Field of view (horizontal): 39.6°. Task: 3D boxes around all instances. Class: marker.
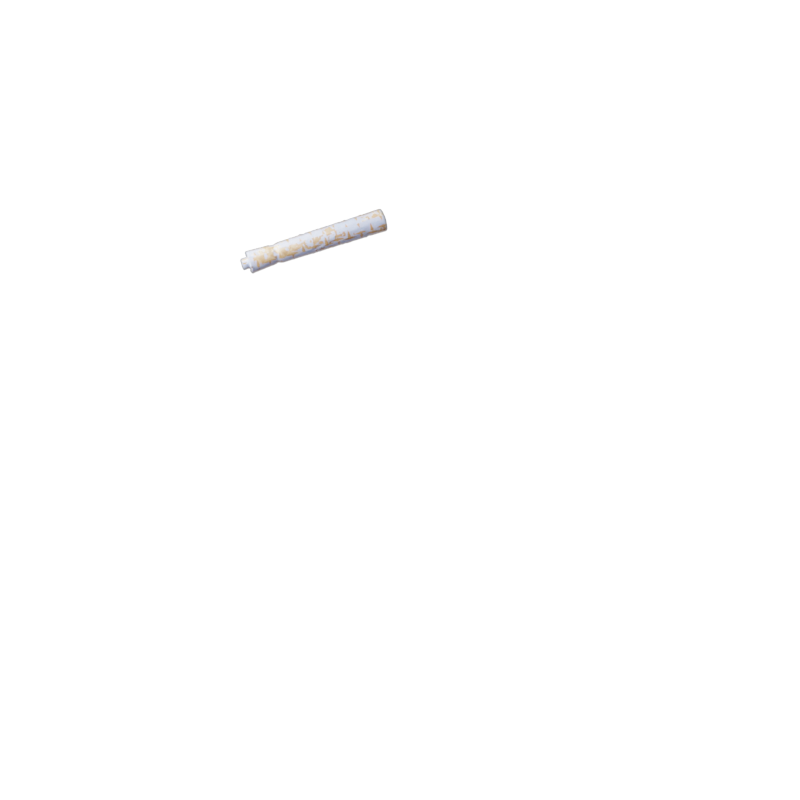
[{"bbox_3d":[-0.070,-0.127,0.890,0.120,0.019,0.020,-19,7,-8],"label":"marker"}]
